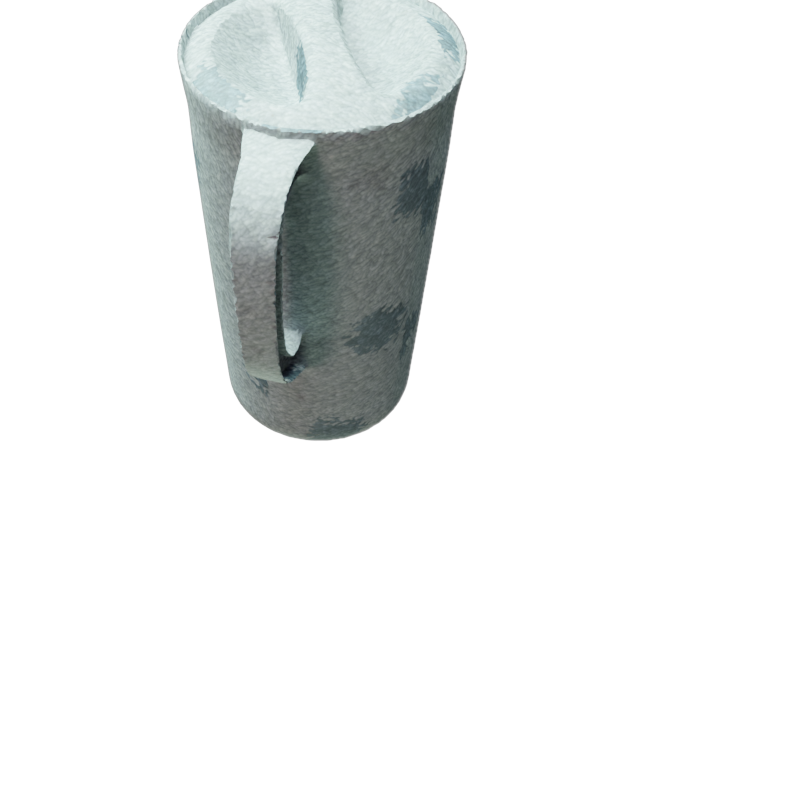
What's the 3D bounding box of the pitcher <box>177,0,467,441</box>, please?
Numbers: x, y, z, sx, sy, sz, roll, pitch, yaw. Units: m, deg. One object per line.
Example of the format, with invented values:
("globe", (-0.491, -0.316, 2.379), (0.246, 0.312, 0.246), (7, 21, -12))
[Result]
("pitcher", (-0.045, -0.083, 0.581), (0.148, 0.226, 0.156), (-23, 52, -23))
